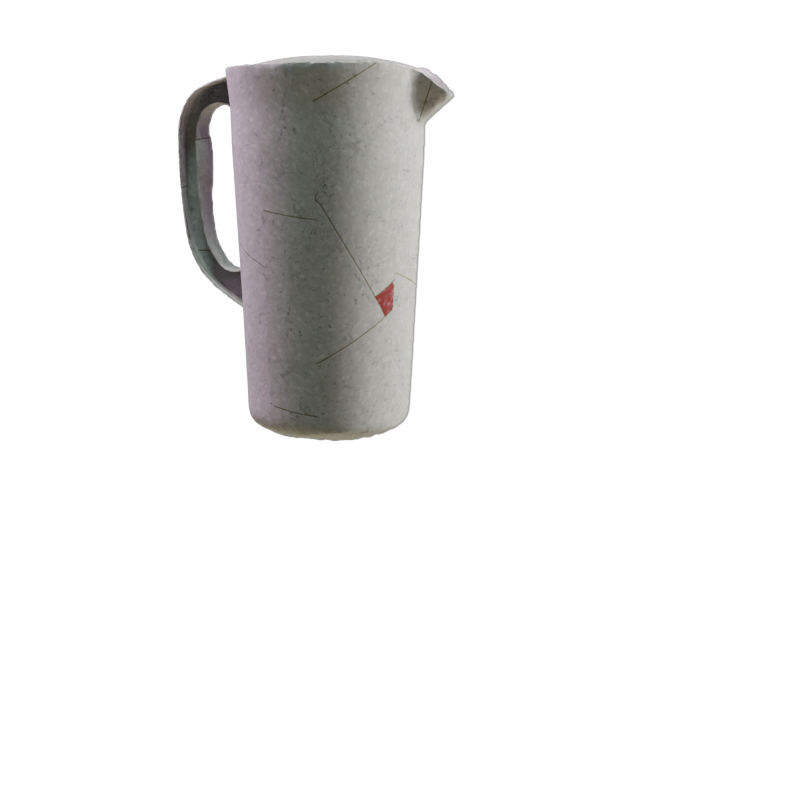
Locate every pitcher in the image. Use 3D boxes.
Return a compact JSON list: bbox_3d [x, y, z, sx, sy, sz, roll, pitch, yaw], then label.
[{"bbox_3d":[-0.057,-0.105,0.734,0.141,0.239,0.156,-4,10,-27],"label":"pitcher"}]
